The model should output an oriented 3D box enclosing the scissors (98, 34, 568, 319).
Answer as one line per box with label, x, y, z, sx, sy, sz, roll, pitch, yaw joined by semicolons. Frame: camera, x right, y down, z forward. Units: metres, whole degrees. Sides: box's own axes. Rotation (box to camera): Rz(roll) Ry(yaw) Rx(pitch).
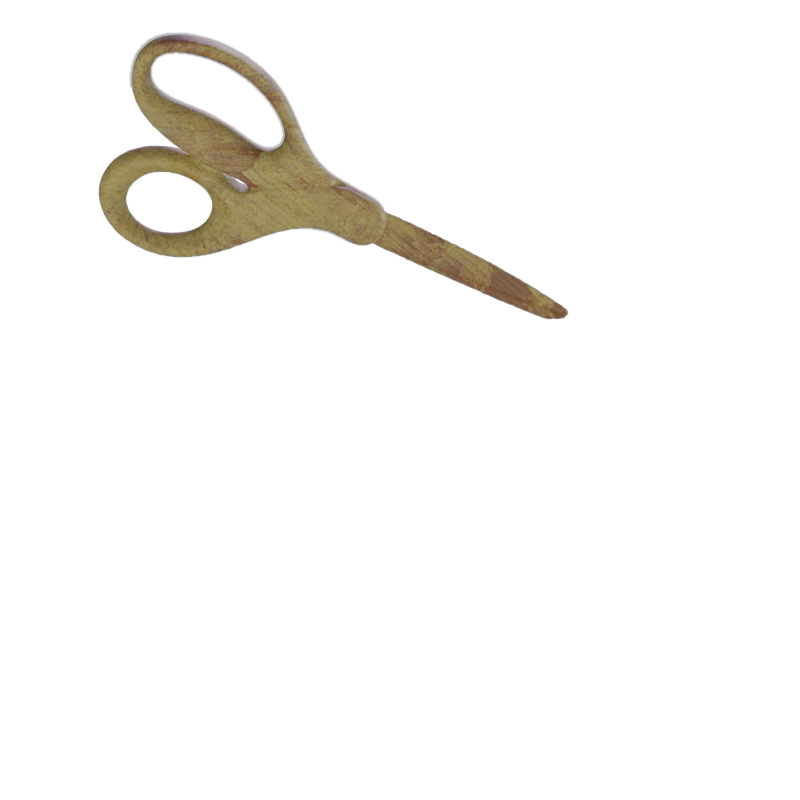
scissors;-0.035;-0.064;0.448;0.194;0.095;0.017;40;18;-15
